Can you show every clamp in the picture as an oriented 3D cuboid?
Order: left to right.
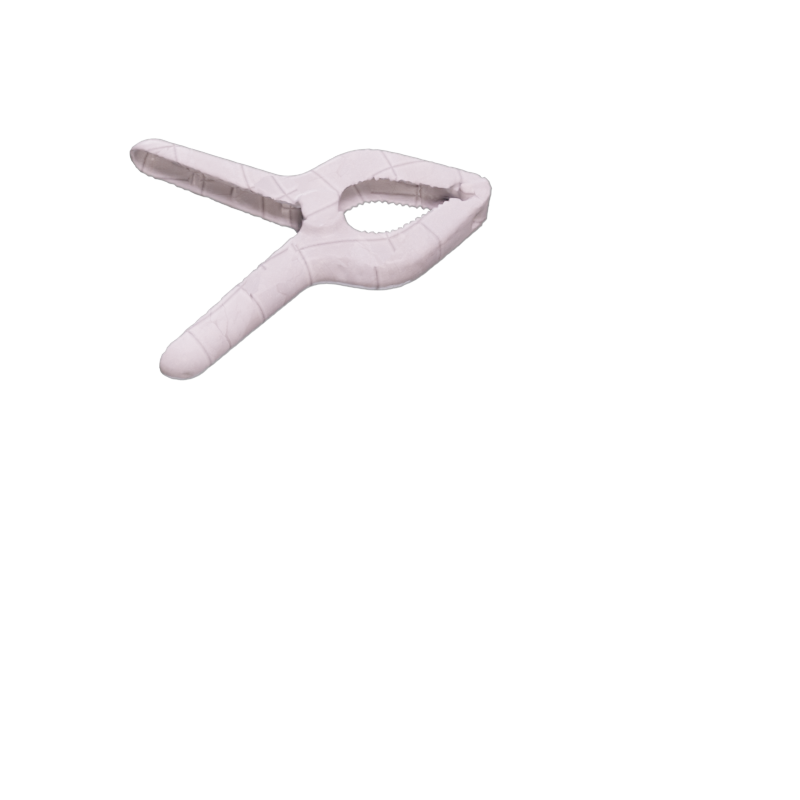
[{"bbox_3d":[-0.049,-0.090,0.630,0.209,0.176,0.034,-5,-34,-3],"label":"clamp"}]
